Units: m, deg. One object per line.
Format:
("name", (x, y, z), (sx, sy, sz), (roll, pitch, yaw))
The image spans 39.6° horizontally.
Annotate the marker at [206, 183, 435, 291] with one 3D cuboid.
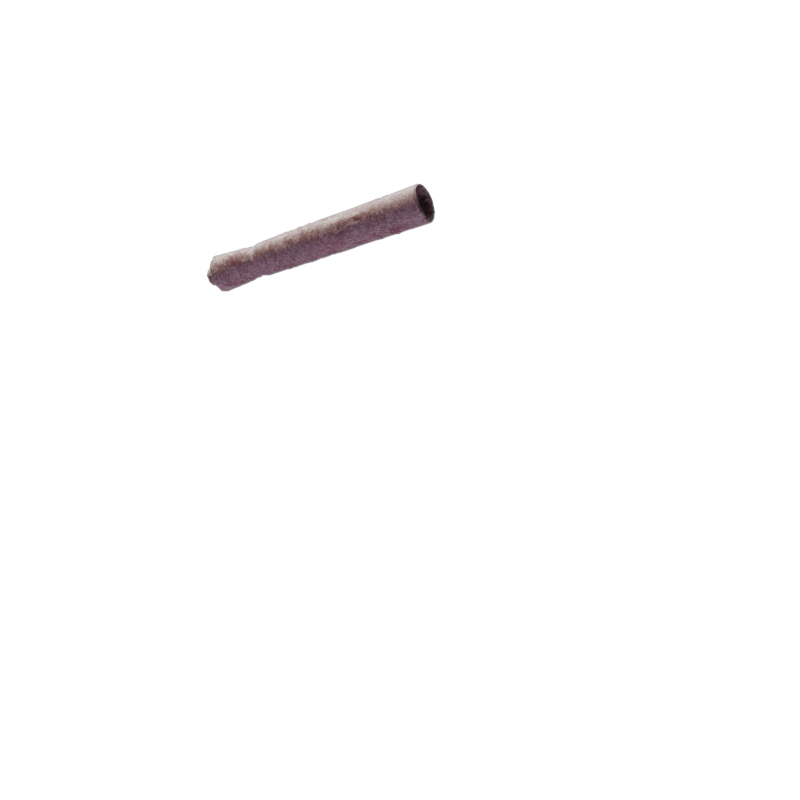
("marker", (-0.041, -0.075, 0.524), (0.122, 0.020, 0.019), (-15, -3, 28))
